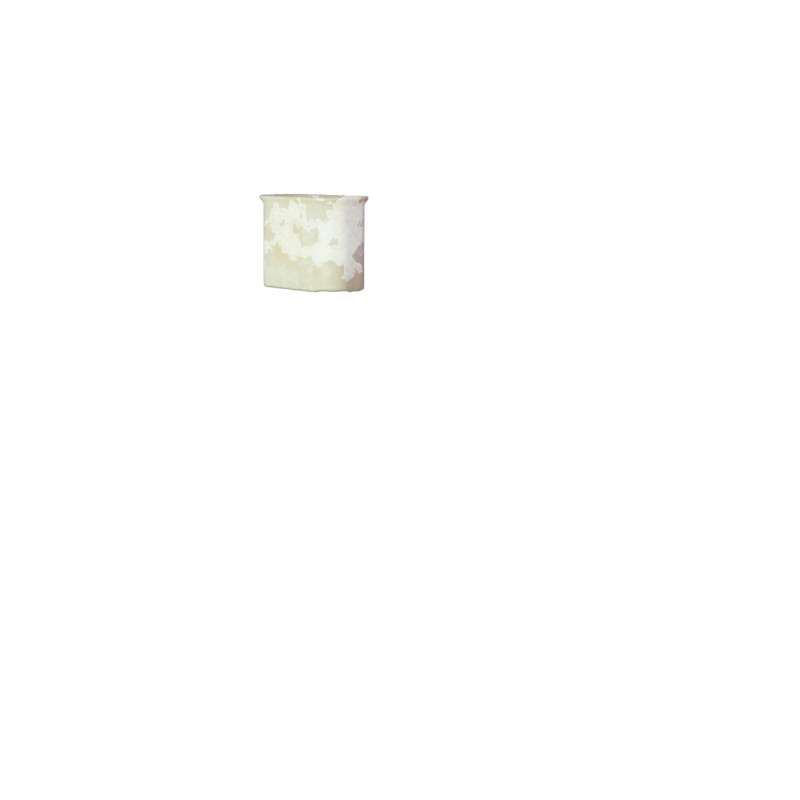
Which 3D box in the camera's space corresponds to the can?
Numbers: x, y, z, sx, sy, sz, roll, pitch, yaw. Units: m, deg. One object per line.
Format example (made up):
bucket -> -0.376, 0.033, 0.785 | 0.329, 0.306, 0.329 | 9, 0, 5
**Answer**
can -> -0.078, -0.142, 0.997 | 0.107, 0.083, 0.056 | 8, 11, 40
